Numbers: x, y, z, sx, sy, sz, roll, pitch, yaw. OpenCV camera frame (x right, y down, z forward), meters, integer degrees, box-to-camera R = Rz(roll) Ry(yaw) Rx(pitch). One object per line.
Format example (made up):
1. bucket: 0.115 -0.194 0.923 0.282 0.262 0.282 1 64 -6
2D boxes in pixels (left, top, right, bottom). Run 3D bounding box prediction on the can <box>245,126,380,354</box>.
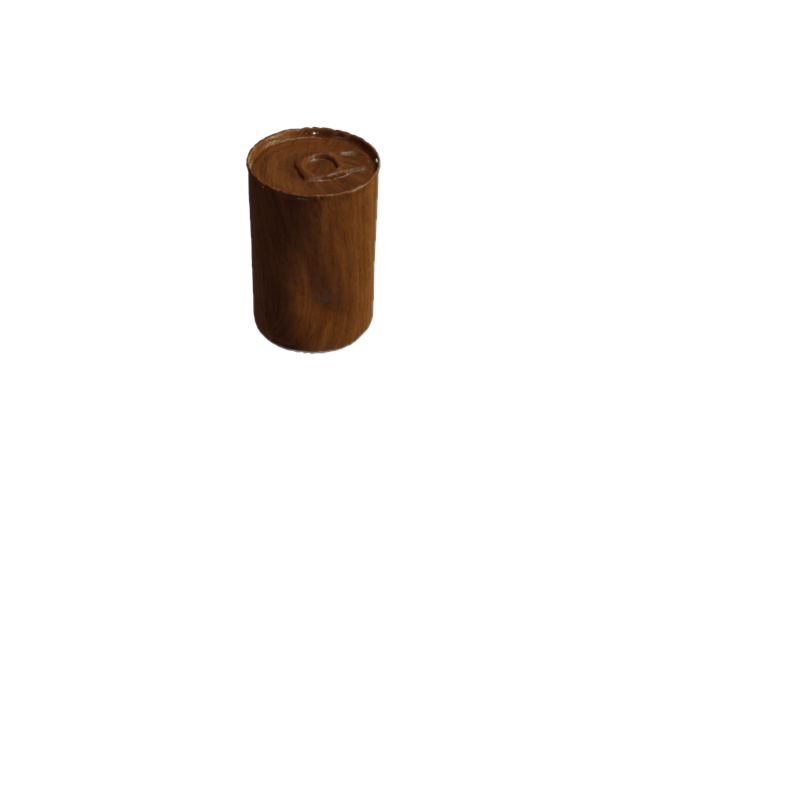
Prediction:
1. can: -0.046 -0.084 0.588 0.068 0.095 0.073 0 39 -3
